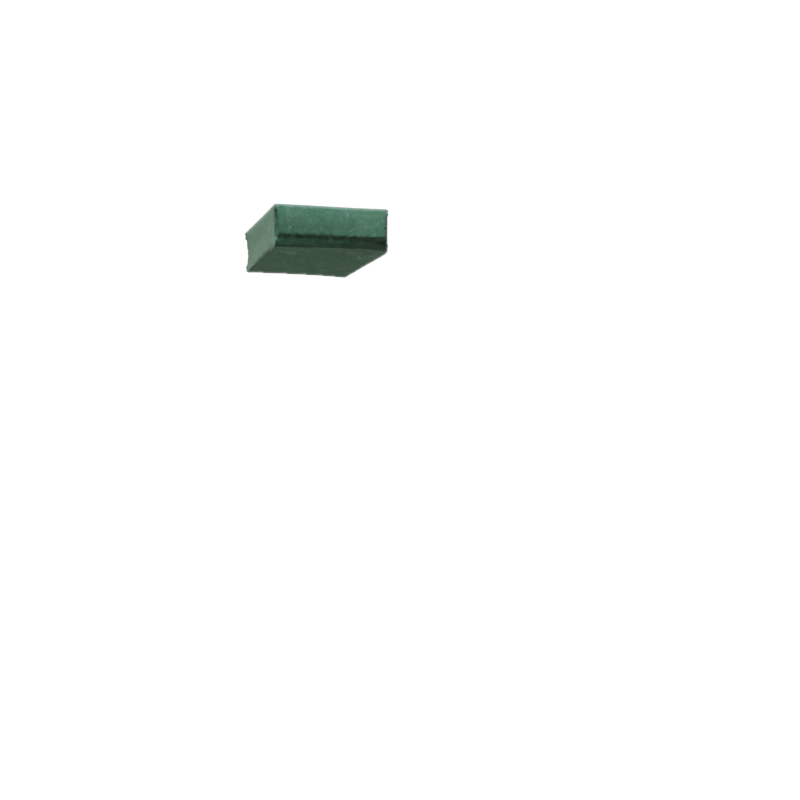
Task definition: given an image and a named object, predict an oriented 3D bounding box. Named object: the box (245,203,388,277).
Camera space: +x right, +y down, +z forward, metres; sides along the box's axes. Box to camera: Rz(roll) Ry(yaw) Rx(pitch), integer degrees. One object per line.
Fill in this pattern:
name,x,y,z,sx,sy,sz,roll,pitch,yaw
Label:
box,-0.068,-0.125,0.876,0.088,0.040,0.113,2,-7,-18
